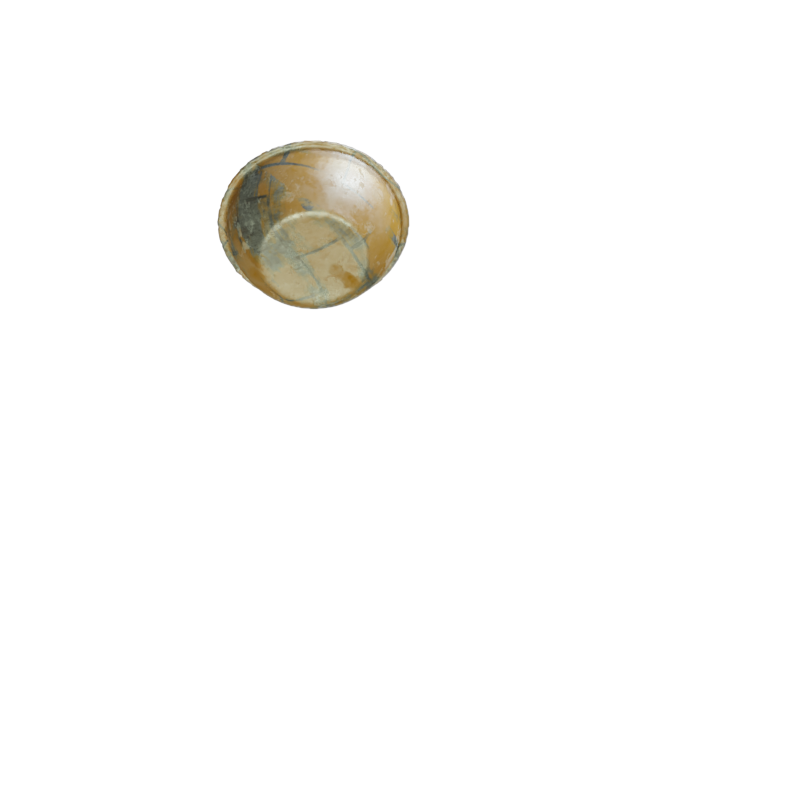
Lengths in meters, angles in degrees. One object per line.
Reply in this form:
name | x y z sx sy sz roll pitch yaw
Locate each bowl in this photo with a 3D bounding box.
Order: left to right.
bowl | -0.072 -0.131 0.916 0.162 0.152 0.059 1 35 -1
